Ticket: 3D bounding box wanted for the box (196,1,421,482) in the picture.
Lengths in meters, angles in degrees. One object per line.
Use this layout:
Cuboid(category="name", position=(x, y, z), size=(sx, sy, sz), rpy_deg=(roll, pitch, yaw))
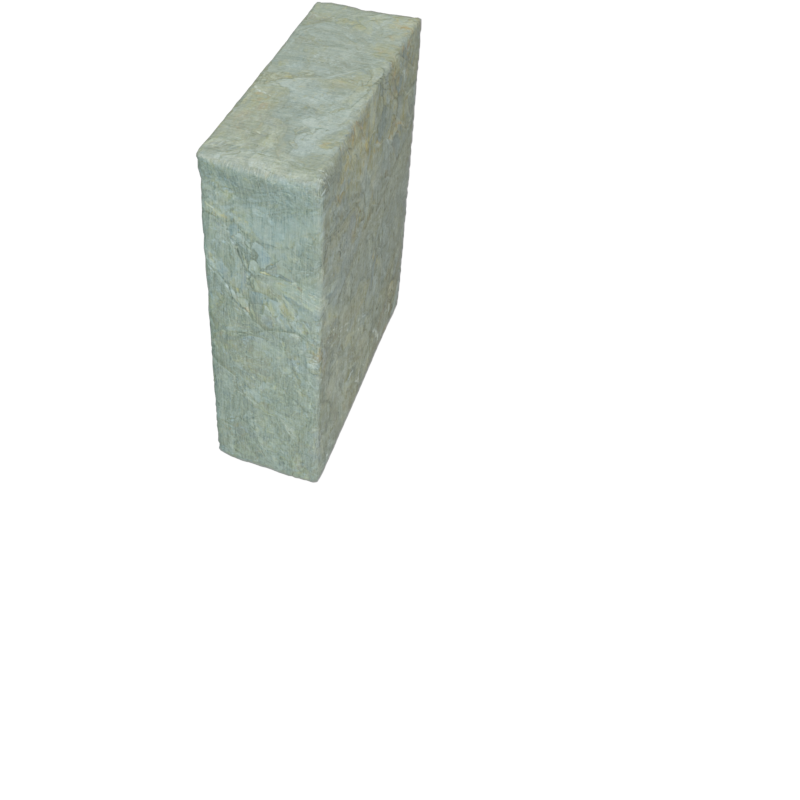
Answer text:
Cuboid(category="box", position=(-0.049, -0.089, 0.621), size=(0.073, 0.199, 0.172), rpy_deg=(13, 45, 10))
